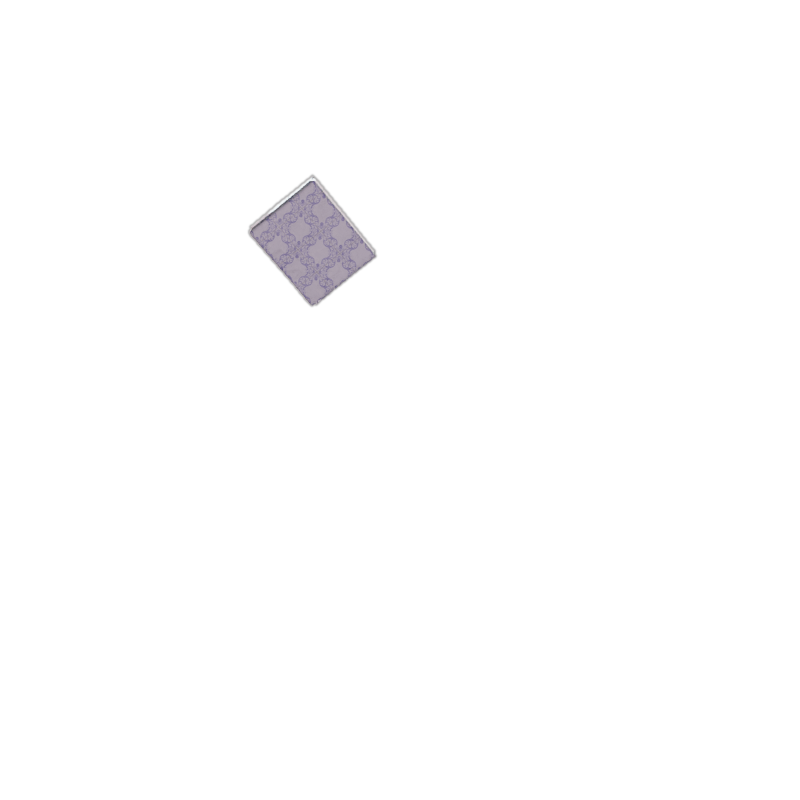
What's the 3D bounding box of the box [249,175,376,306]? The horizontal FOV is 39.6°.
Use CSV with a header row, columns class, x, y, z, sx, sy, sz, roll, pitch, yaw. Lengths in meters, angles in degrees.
class,x,y,z,sx,sy,sz,roll,pitch,yaw
box,-0.075,-0.138,0.965,0.073,0.087,0.031,-39,11,8
